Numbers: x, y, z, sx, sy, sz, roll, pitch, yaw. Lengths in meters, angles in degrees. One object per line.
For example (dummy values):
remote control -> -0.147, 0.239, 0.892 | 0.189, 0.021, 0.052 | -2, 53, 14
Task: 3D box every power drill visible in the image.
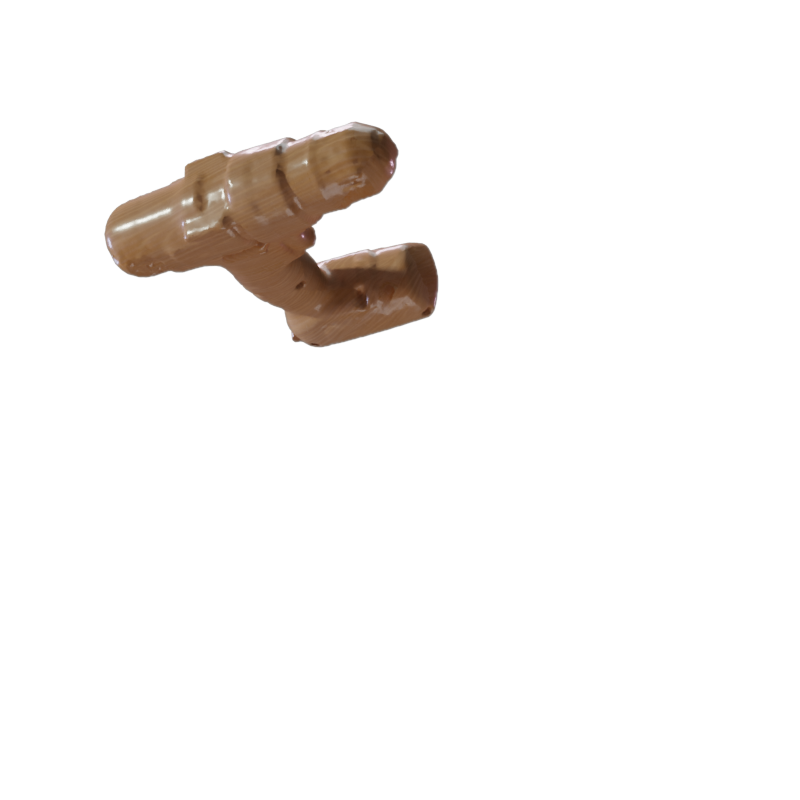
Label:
power drill -> -0.052, -0.094, 0.660 | 0.188, 0.060, 0.175 | -12, -23, 29
